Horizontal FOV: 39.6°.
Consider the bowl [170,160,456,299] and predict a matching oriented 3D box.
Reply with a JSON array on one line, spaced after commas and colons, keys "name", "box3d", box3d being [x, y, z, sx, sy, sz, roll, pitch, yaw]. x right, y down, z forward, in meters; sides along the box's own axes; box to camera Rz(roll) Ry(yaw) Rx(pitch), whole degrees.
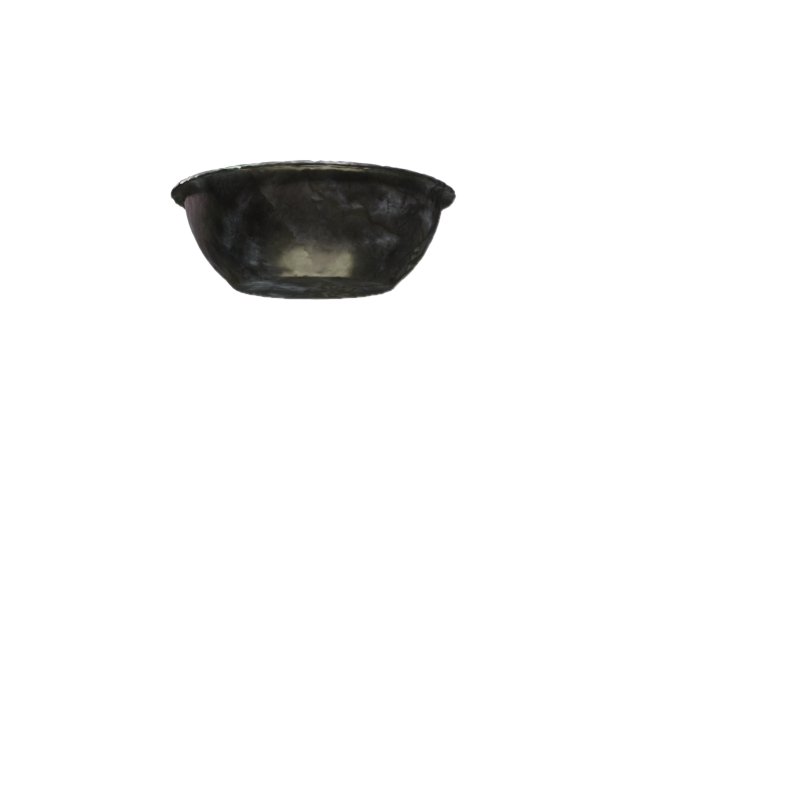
[{"name": "bowl", "box3d": [-0.049, -0.090, 0.628, 0.162, 0.056, 0.160, 0, -3, -2]}]
